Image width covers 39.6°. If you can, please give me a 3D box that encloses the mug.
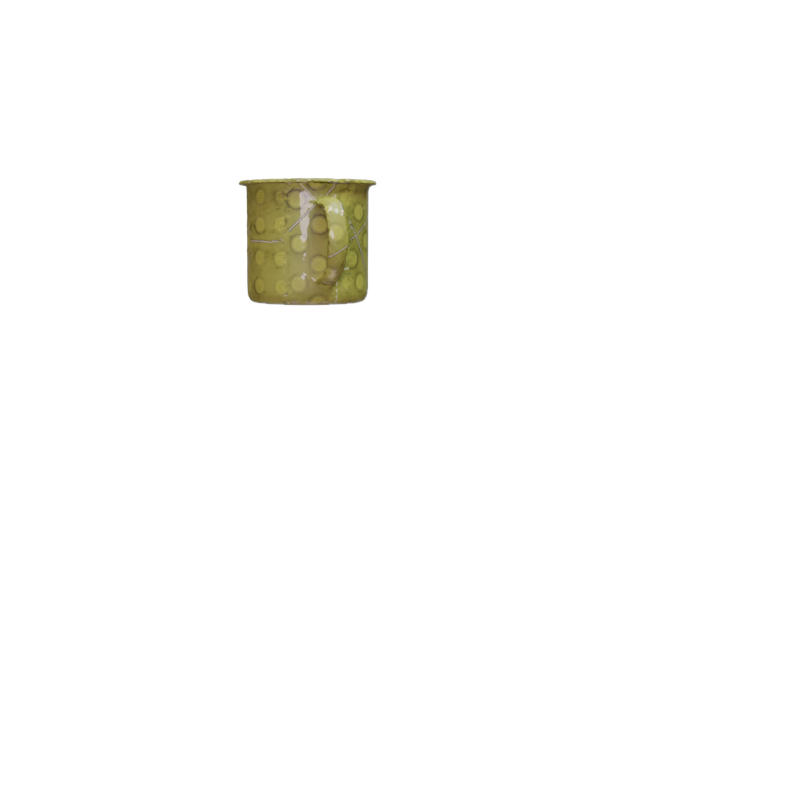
[{"bbox_3d":[-0.058,-0.105,0.736,0.091,0.081,0.121,-2,6,-22],"label":"mug"}]
